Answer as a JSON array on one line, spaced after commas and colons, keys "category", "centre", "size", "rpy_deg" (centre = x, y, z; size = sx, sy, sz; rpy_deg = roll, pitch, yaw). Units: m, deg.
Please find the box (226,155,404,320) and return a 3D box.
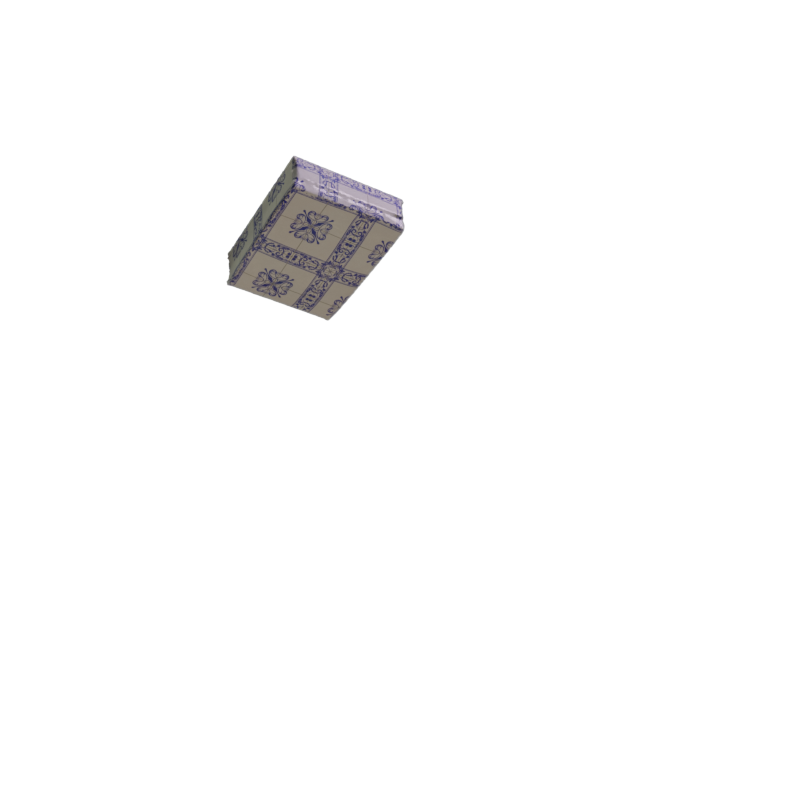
[{"category": "box", "centre": [-0.063, -0.115, 0.803], "size": [0.086, 0.042, 0.110], "rpy_deg": [22, -48, -22]}]
